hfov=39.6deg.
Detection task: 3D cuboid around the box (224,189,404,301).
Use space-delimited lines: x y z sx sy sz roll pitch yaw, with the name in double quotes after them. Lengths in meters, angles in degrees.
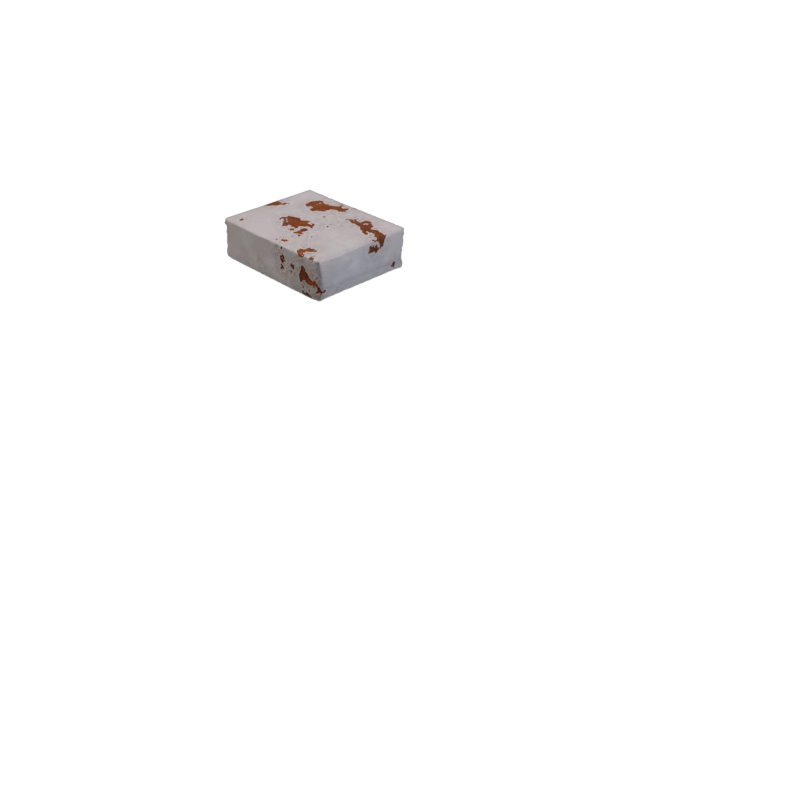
-0.067 -0.123 0.861 0.089 0.037 0.121 -26 41 -36 "box"
